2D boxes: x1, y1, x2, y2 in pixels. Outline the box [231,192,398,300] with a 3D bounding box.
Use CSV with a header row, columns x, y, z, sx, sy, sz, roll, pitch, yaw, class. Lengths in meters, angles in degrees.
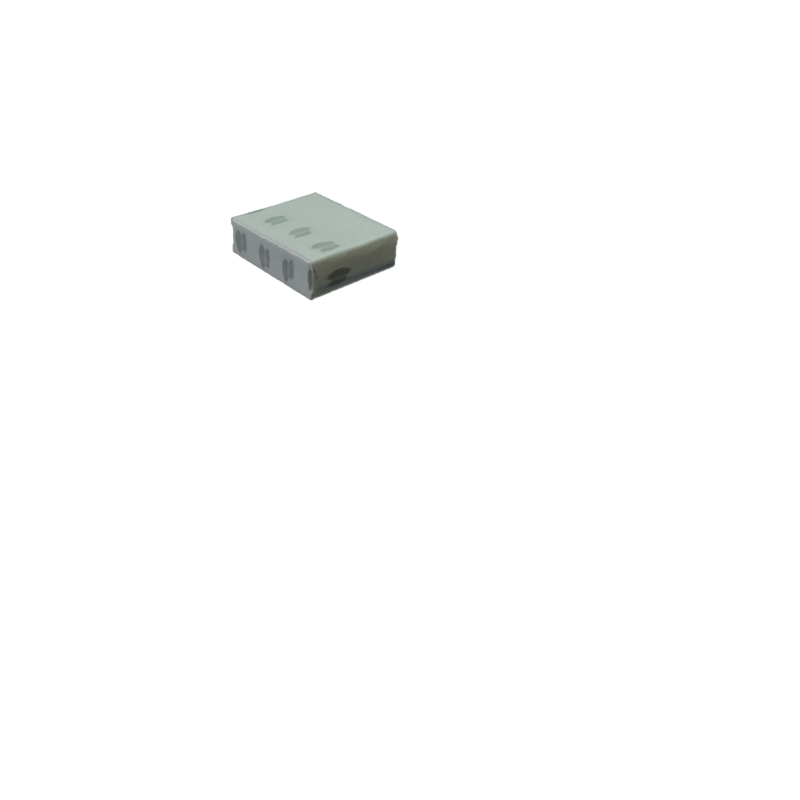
x,y,z,sx,sy,sz,roll,pitch,yaw,class
-0.057,-0.105,0.735,0.072,0.028,0.096,-23,38,-34,box
